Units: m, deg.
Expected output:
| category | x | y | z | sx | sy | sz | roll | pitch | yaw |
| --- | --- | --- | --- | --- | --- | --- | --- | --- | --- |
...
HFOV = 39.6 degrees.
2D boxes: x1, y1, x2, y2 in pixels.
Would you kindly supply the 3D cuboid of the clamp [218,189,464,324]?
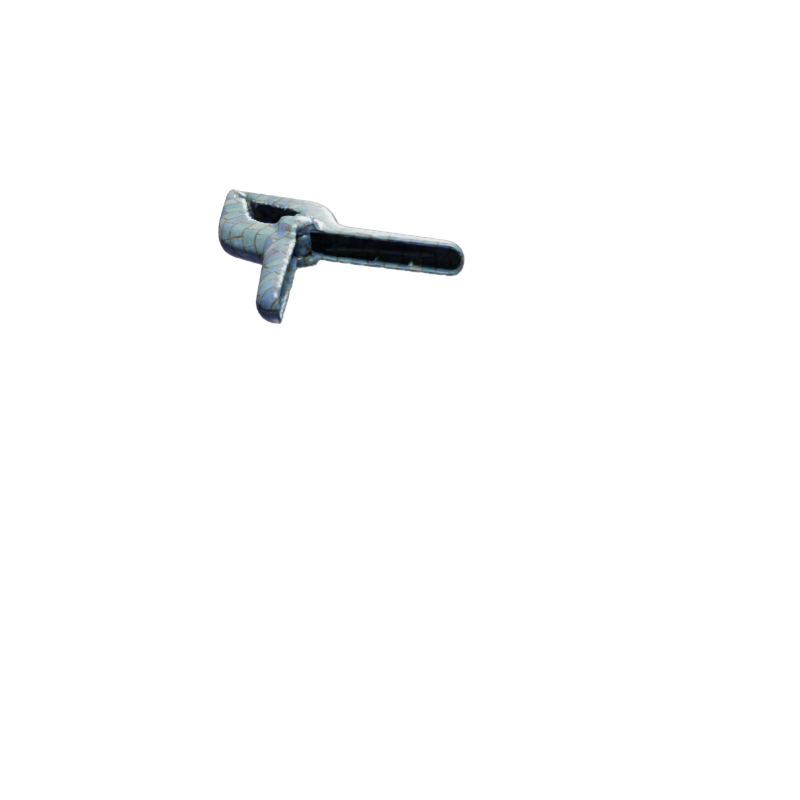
| category | x | y | z | sx | sy | sz | roll | pitch | yaw |
| --- | --- | --- | --- | --- | --- | --- | --- | --- | --- |
| clamp | -0.065 | -0.119 | 0.831 | 0.161 | 0.034 | 0.225 | -13 | 30 | -24 |
